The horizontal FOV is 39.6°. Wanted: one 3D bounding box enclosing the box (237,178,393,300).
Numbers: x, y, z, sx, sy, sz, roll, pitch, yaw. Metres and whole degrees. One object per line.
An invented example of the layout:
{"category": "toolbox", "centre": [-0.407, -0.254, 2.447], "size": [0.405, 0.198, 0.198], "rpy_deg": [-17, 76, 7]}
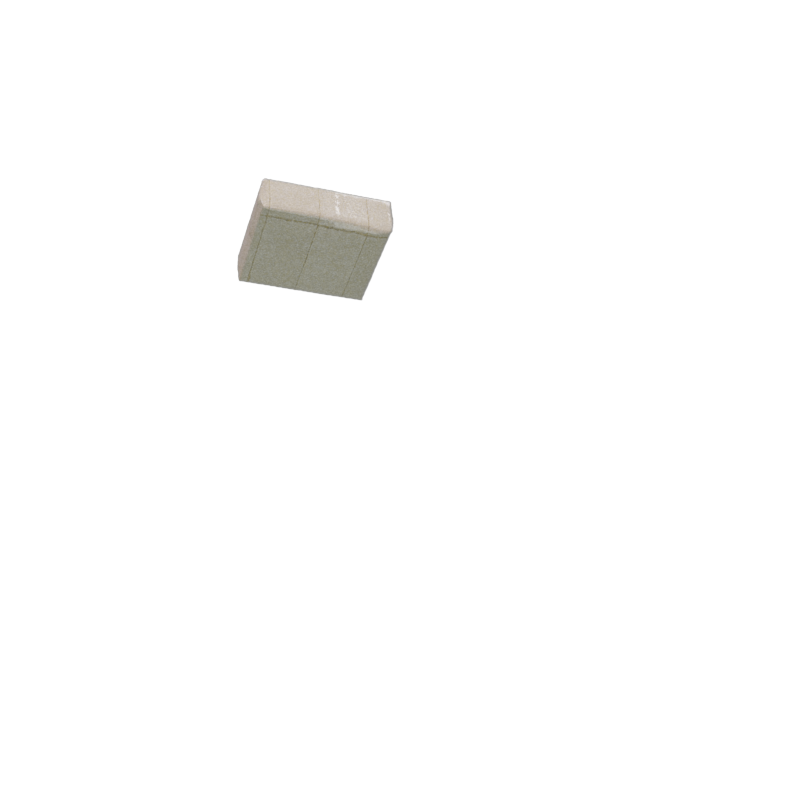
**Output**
{"category": "box", "centre": [-0.072, -0.132, 0.924], "size": [0.111, 0.042, 0.085], "rpy_deg": [11, -43, -13]}
